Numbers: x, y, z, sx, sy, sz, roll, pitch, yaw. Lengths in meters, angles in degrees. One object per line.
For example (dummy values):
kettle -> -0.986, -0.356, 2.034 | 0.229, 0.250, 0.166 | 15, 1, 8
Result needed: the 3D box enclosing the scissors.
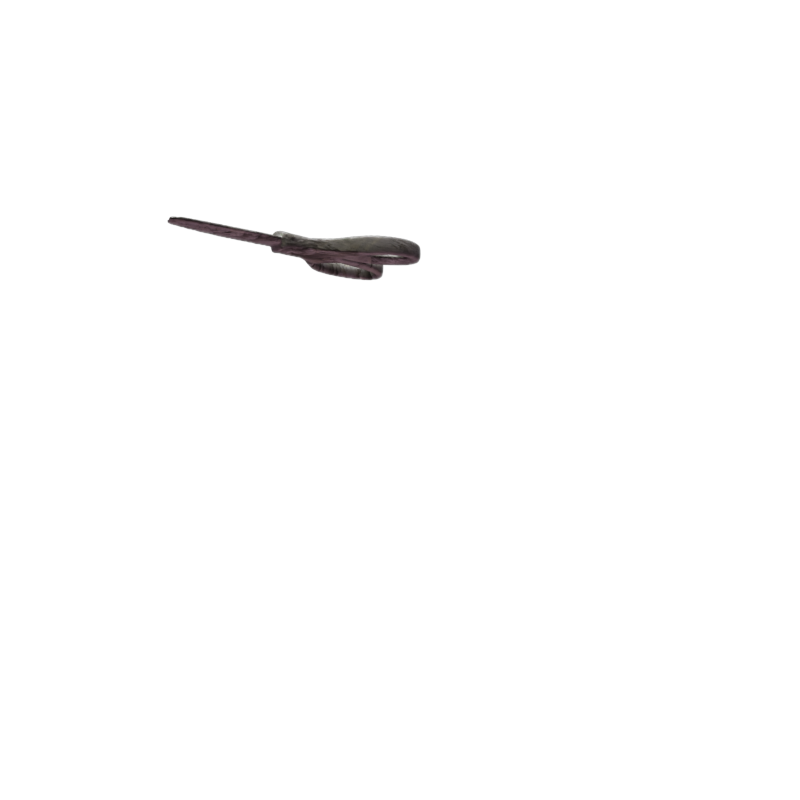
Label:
scissors -> -0.062, -0.112, 0.788 | 0.099, 0.016, 0.191 | -5, -9, 33
